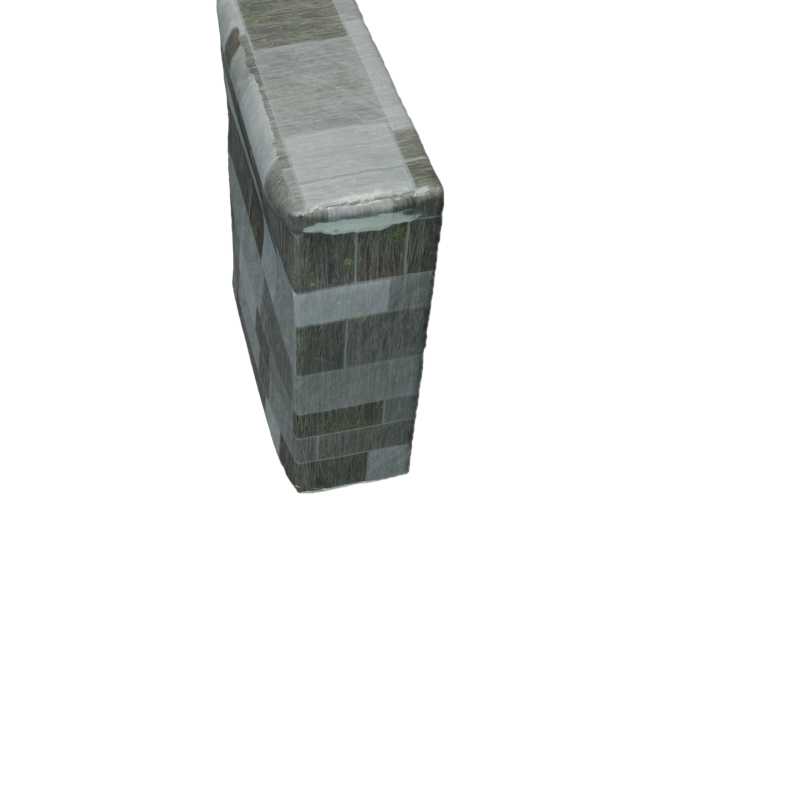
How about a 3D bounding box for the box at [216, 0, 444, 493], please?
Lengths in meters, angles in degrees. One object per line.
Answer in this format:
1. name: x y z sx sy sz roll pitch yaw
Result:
1. box: -0.044 -0.080 0.557 0.071 0.177 0.199 -11 -37 -12
